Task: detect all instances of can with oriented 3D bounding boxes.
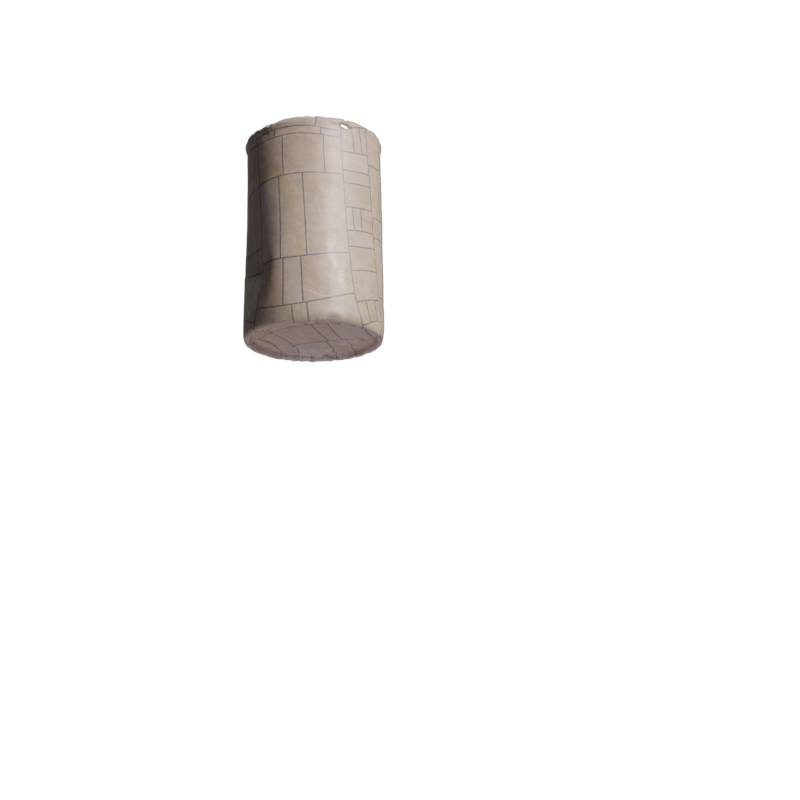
[{"bbox_3d":[-0.042,-0.076,0.536,0.068,0.107,0.065,0,-20,-2],"label":"can"}]
